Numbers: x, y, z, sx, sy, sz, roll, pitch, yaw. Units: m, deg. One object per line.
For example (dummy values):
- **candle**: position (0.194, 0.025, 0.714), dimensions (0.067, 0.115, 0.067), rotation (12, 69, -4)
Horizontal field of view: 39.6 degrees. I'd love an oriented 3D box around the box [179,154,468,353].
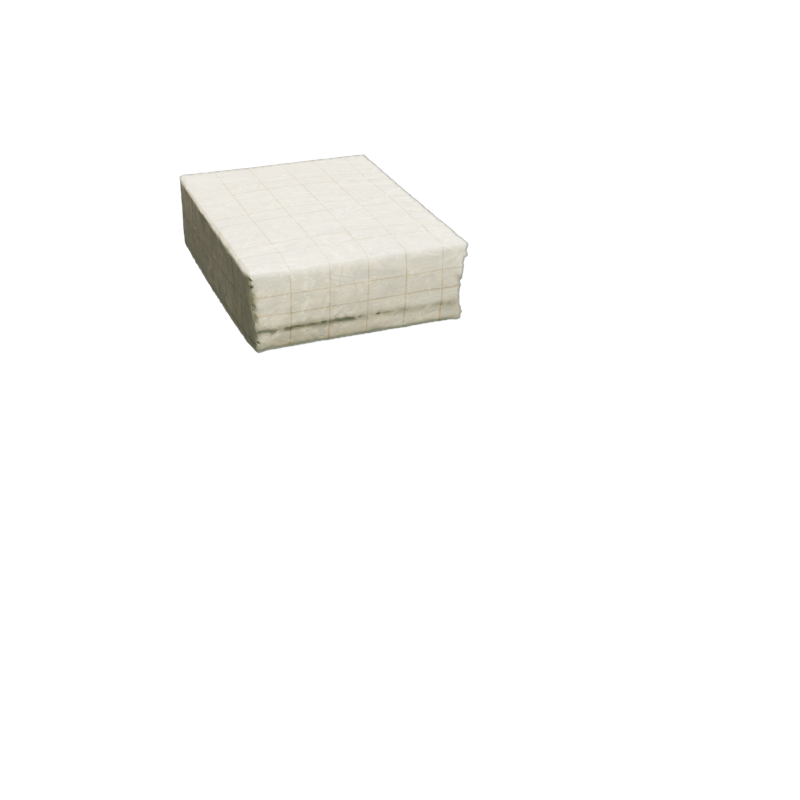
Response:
- **box**: position (-0.037, -0.067, 0.467), dimensions (0.088, 0.037, 0.122), rotation (-11, 34, -18)
